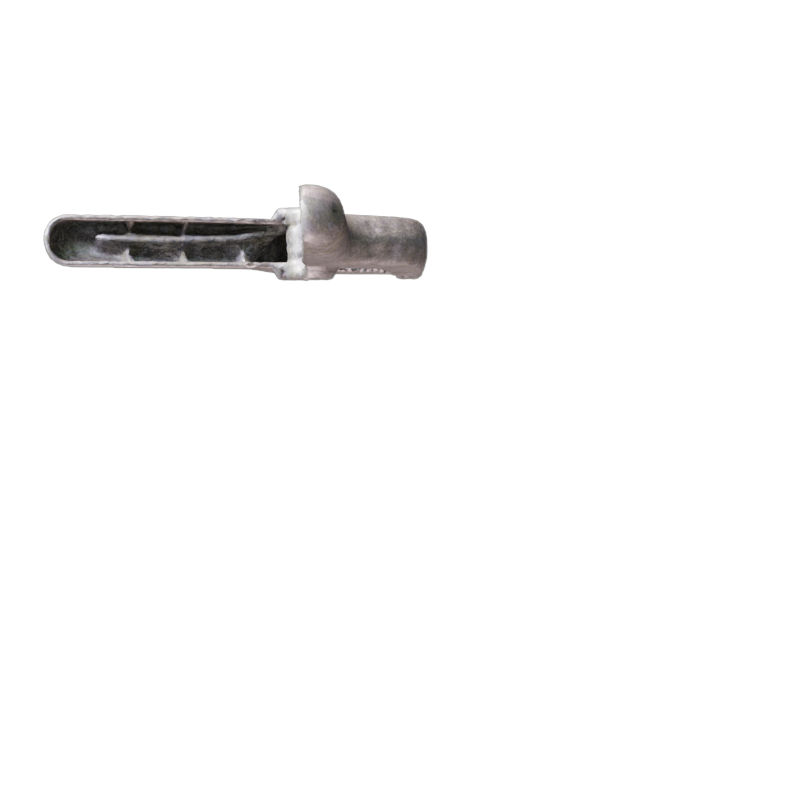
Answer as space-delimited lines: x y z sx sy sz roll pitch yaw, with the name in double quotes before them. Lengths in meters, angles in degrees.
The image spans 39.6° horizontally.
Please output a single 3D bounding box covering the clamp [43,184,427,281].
"clamp" -0.043 -0.078 0.544 0.171 0.036 0.202 3 4 42
